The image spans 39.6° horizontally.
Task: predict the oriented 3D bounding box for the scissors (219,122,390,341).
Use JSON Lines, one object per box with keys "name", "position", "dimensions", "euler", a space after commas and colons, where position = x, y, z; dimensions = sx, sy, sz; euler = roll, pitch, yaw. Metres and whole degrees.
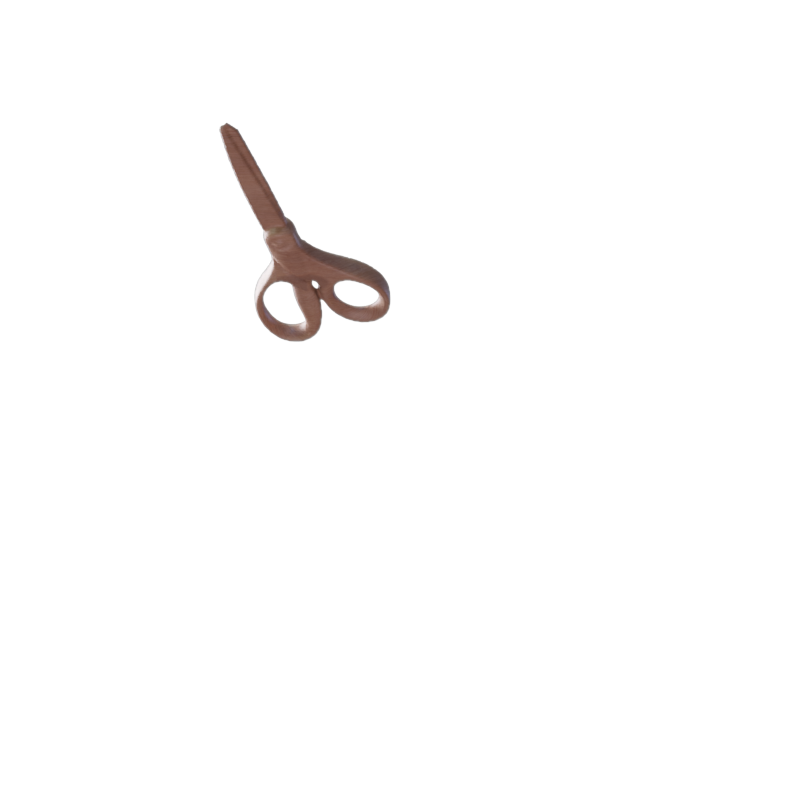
{"name": "scissors", "position": [-0.052, -0.095, 0.663], "dimensions": [0.096, 0.017, 0.189], "euler": [1, -32, -2]}
